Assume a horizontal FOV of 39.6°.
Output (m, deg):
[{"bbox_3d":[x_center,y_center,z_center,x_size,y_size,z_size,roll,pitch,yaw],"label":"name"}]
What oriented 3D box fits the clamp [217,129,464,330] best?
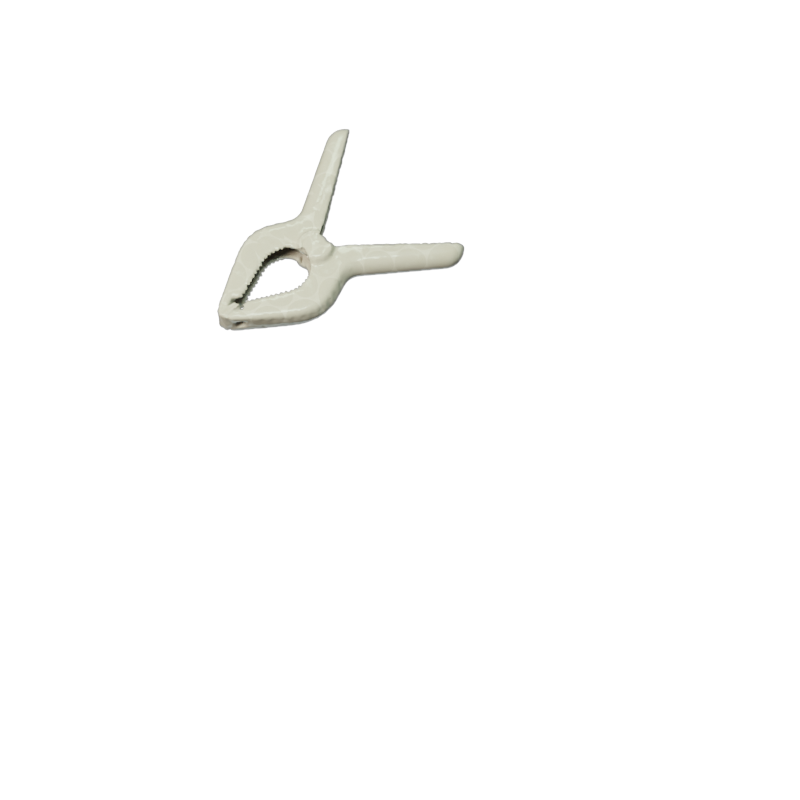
[{"bbox_3d":[-0.074,-0.136,0.950,0.210,0.174,0.034,-31,-23,-15],"label":"clamp"}]
